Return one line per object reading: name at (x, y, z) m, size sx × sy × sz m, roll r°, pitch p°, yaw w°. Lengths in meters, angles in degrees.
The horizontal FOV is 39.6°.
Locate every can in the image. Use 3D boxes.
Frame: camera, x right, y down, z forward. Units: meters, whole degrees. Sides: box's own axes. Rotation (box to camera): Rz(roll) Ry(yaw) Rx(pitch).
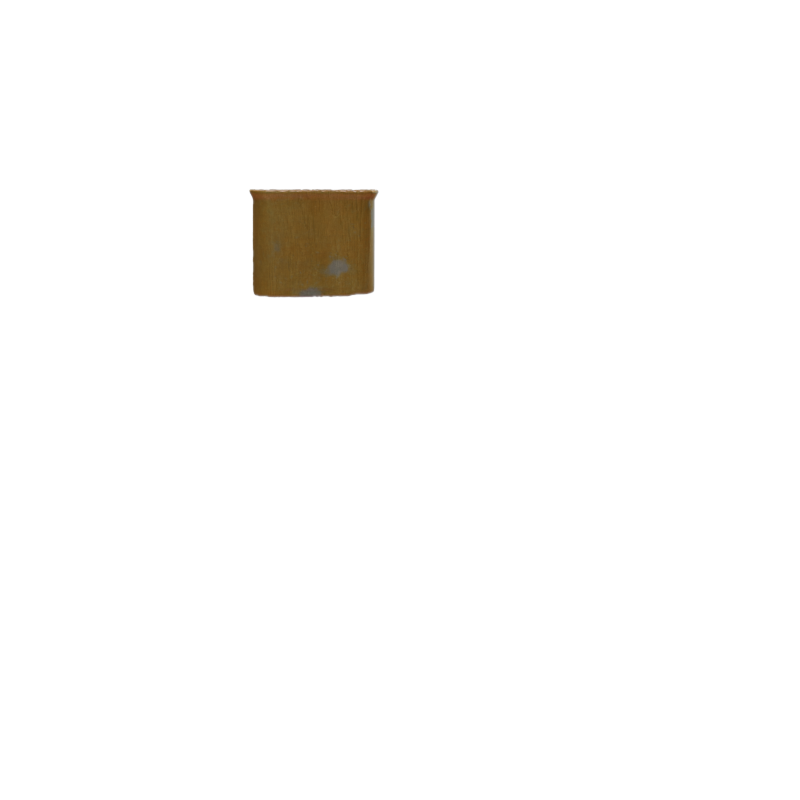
can at (-0.069, -0.126, 0.886) m, size 0.101 × 0.083 × 0.059 m, roll -1°, pitch 6°, yaw -6°
